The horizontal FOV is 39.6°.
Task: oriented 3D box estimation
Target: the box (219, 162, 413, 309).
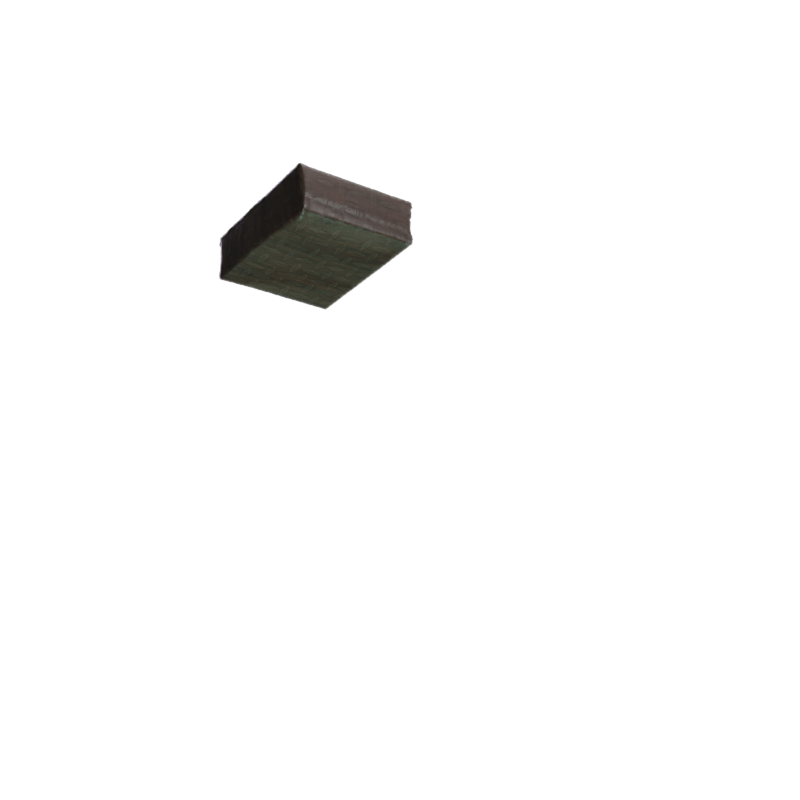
[{"bbox_3d":[-0.059,-0.108,0.756,0.085,0.041,0.113,15,-28,-31],"label":"box"}]
